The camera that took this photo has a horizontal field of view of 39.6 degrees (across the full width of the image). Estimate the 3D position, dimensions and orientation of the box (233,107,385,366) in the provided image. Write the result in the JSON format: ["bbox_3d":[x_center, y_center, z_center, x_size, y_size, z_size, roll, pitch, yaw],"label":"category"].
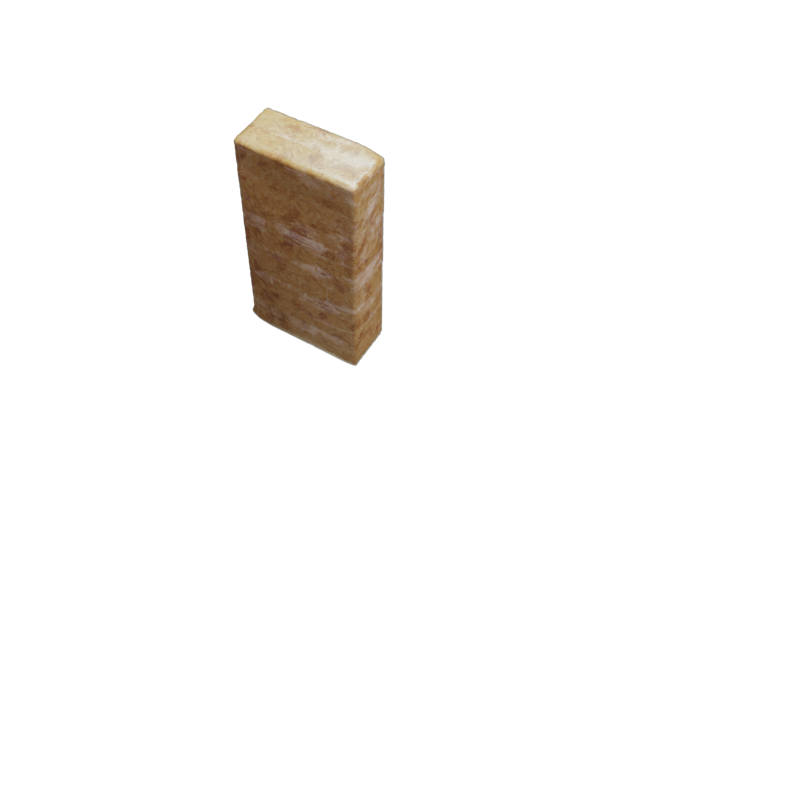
[{"bbox_3d":[-0.059,-0.108,0.753,0.097,0.164,0.049,27,53,19],"label":"box"}]
